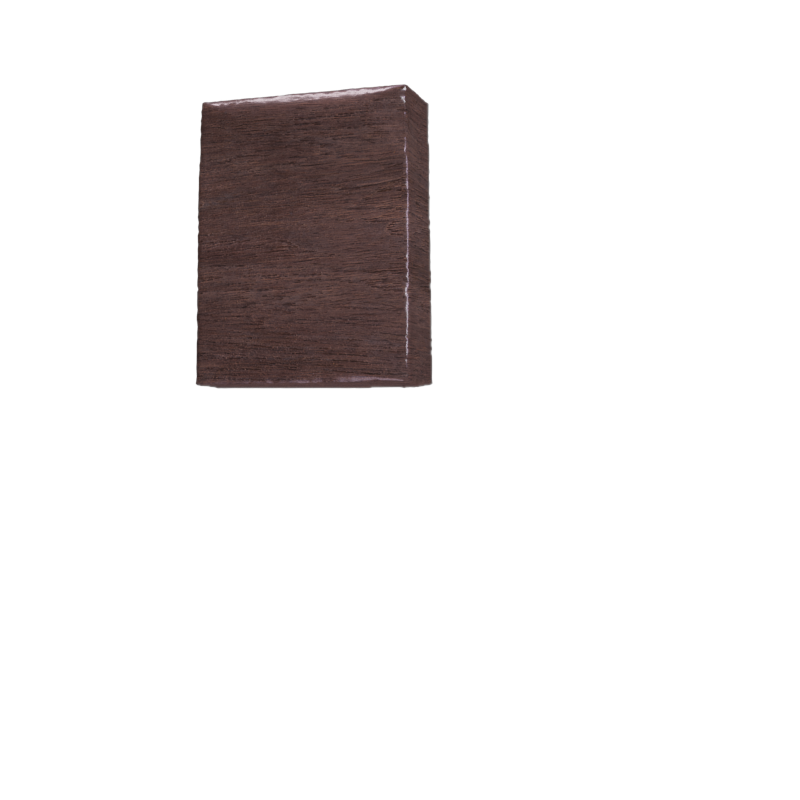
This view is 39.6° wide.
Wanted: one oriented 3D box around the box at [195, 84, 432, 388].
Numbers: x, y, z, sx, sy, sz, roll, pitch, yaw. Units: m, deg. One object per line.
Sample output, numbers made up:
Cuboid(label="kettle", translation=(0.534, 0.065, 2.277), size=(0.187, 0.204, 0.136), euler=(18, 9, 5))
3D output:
Cuboid(label="box", translation=(-0.064, -0.116, 0.816), size=(0.168, 0.218, 0.069), euler=(-2, -7, 18))
